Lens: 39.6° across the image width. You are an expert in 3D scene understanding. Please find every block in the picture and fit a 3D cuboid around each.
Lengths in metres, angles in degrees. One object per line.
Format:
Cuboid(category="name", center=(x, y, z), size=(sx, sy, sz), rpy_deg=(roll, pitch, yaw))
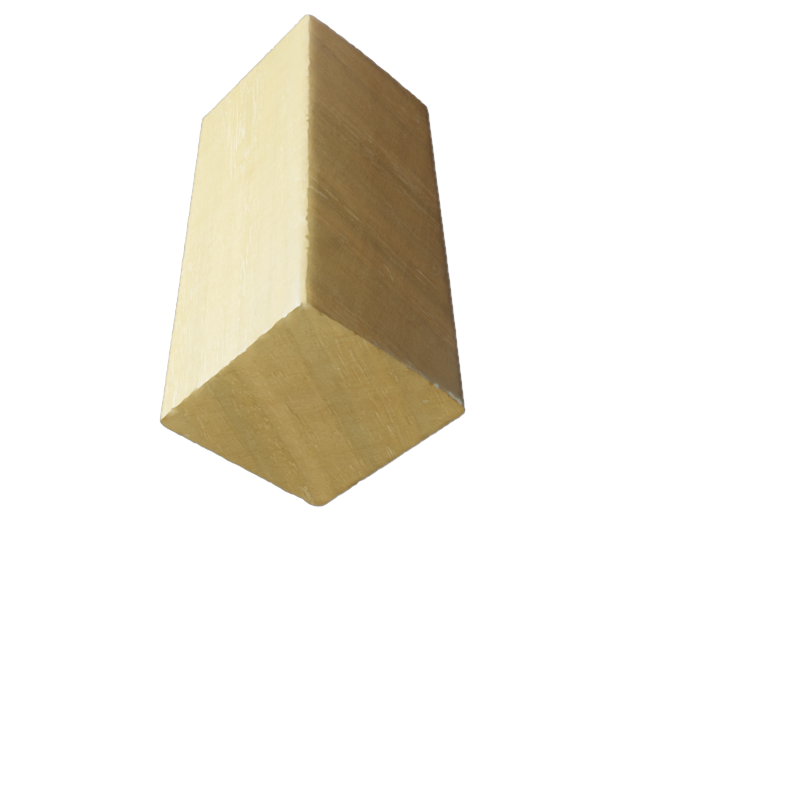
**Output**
Cuboid(category="block", center=(-0.039, -0.073, 0.511), size=(0.085, 0.221, 0.090), rpy_deg=(33, -55, -31))
